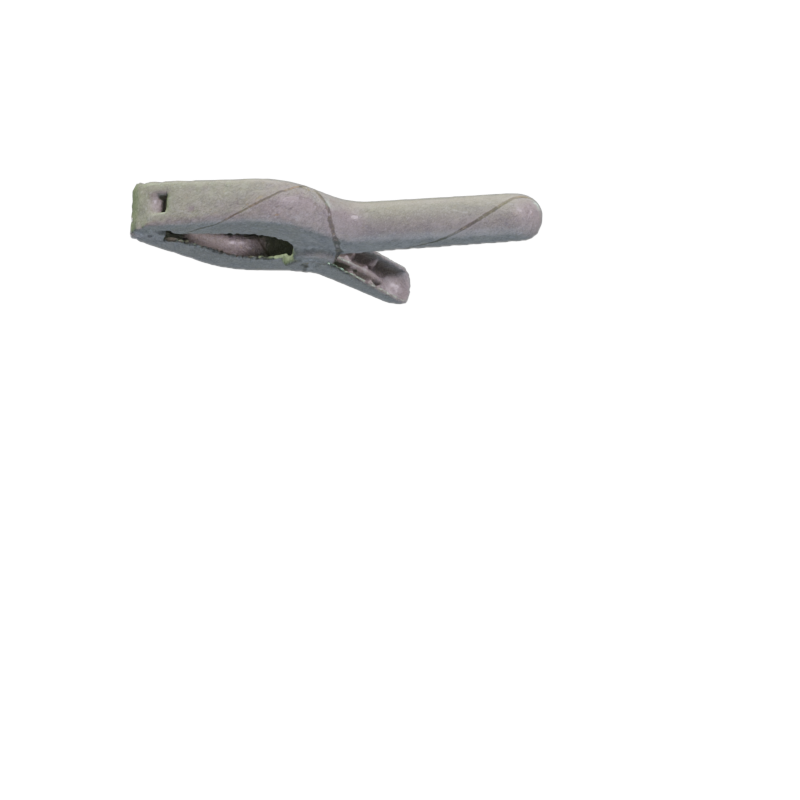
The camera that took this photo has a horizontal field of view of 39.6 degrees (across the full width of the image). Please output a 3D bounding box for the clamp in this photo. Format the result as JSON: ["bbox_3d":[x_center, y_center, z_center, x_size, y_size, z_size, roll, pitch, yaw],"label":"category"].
[{"bbox_3d":[-0.049,-0.090,0.627,0.205,0.038,0.162,4,-12,-17],"label":"clamp"}]
